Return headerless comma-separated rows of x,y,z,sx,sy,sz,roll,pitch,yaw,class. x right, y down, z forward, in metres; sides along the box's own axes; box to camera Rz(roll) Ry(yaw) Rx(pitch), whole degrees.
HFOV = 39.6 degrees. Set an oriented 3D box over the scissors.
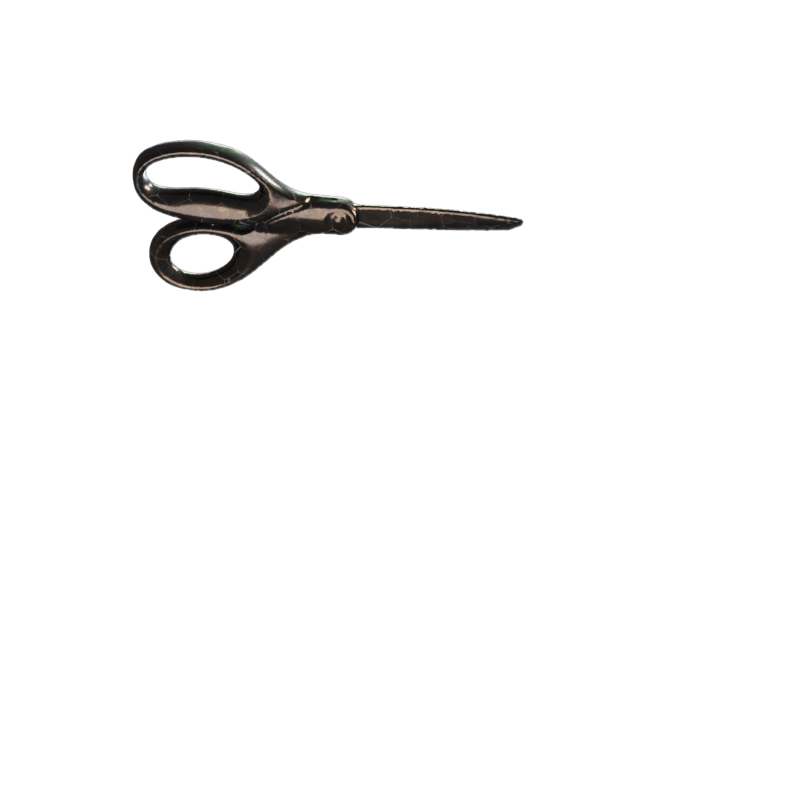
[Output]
-0.046,-0.084,0.587,0.197,0.092,0.017,15,36,-11,scissors
